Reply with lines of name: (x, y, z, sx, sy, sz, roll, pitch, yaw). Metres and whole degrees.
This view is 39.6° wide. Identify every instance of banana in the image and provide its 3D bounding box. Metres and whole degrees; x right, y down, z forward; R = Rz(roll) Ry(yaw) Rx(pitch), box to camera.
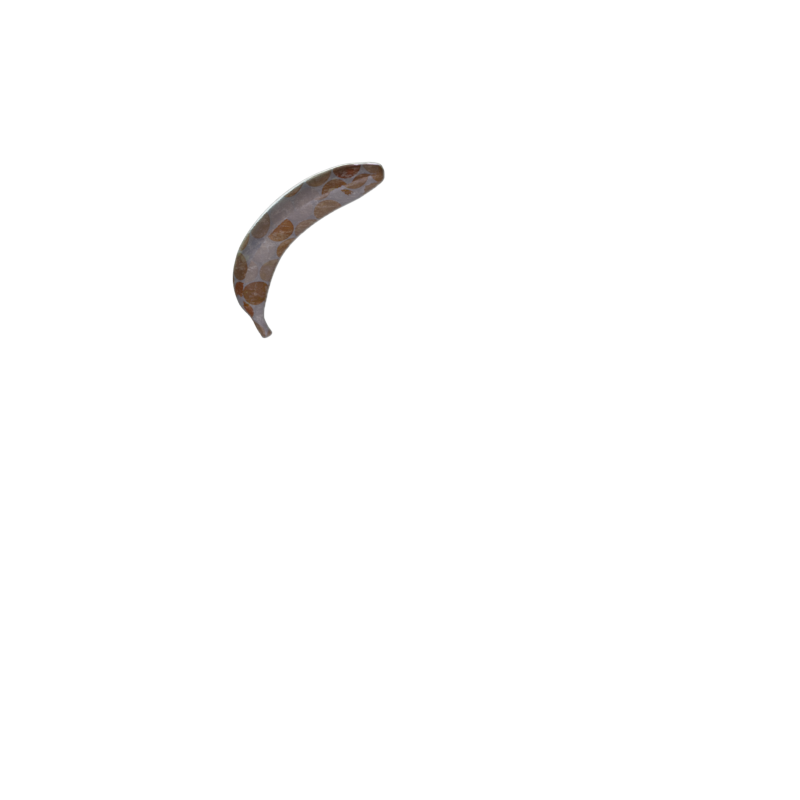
banana: (-0.094, -0.145, 0.972, 0.067, 0.193, 0.039, 30, 27, -19)
